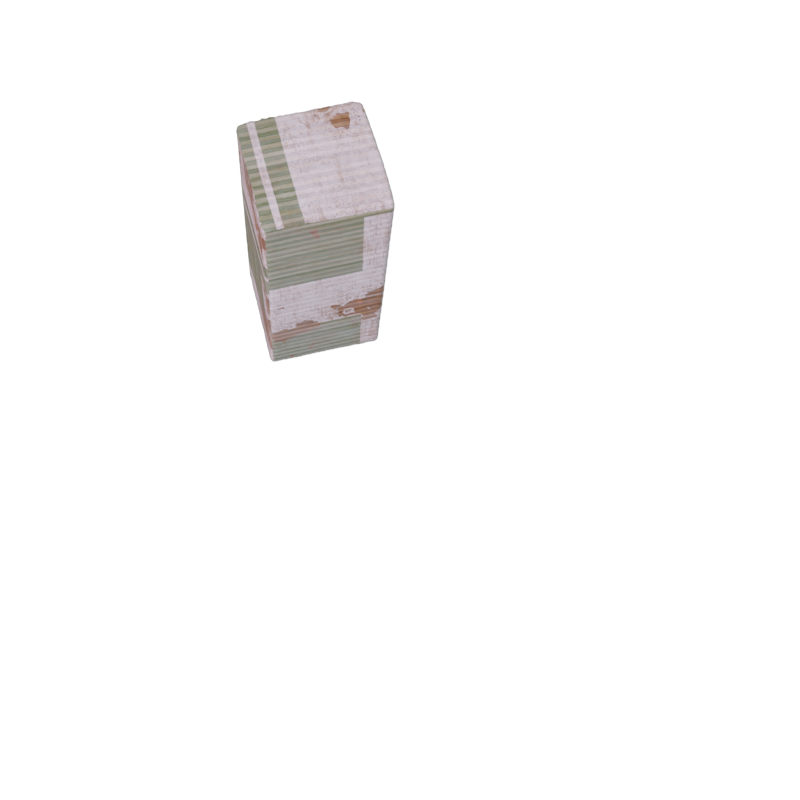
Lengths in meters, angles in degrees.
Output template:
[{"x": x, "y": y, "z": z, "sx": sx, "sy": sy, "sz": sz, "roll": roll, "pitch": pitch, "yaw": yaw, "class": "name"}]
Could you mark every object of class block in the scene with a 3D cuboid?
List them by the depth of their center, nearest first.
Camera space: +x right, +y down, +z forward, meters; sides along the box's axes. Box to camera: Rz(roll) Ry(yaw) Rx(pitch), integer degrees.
[{"x": -0.064, "y": -0.118, "z": 0.819, "sx": 0.090, "sy": 0.096, "sz": 0.195, "roll": -12, "pitch": -22, "yaw": -9, "class": "block"}]
